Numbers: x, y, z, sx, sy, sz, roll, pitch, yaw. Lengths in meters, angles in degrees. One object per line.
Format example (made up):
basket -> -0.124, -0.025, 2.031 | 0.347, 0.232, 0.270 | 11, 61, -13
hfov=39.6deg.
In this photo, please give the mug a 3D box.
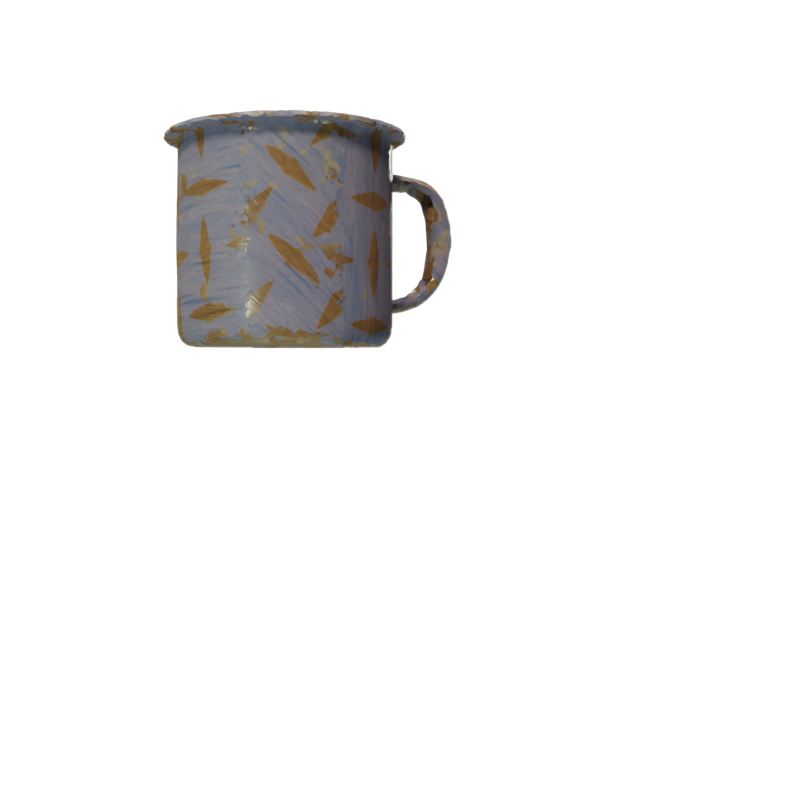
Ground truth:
mug -> -0.034, -0.061, 0.428 | 0.113, 0.082, 0.096 | 0, -1, -27
